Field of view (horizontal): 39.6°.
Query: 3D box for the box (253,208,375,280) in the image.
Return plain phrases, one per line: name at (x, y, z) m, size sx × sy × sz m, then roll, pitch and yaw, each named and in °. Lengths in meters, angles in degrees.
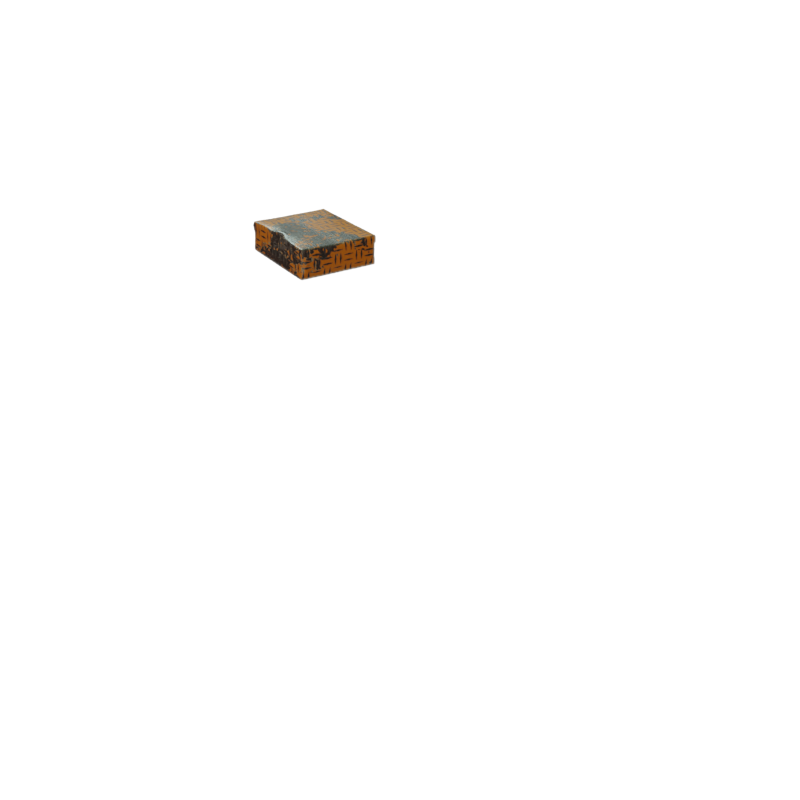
box at (-0.075, -0.137, 0.959) m, size 0.072 × 0.029 × 0.096 m, roll -15°, pitch 30°, yaw -28°
